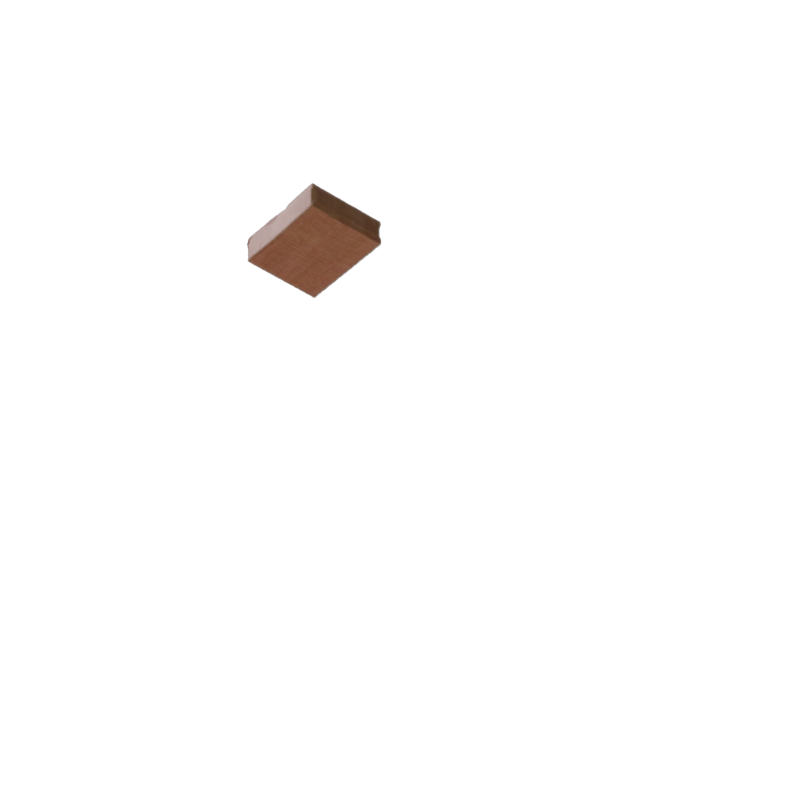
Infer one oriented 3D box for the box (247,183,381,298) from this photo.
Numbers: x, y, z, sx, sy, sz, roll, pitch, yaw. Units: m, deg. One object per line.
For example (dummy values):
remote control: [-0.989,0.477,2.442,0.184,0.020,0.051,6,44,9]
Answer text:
box: [-0.071,-0.130,0.911,0.069,0.032,0.088,28,-46,-32]
